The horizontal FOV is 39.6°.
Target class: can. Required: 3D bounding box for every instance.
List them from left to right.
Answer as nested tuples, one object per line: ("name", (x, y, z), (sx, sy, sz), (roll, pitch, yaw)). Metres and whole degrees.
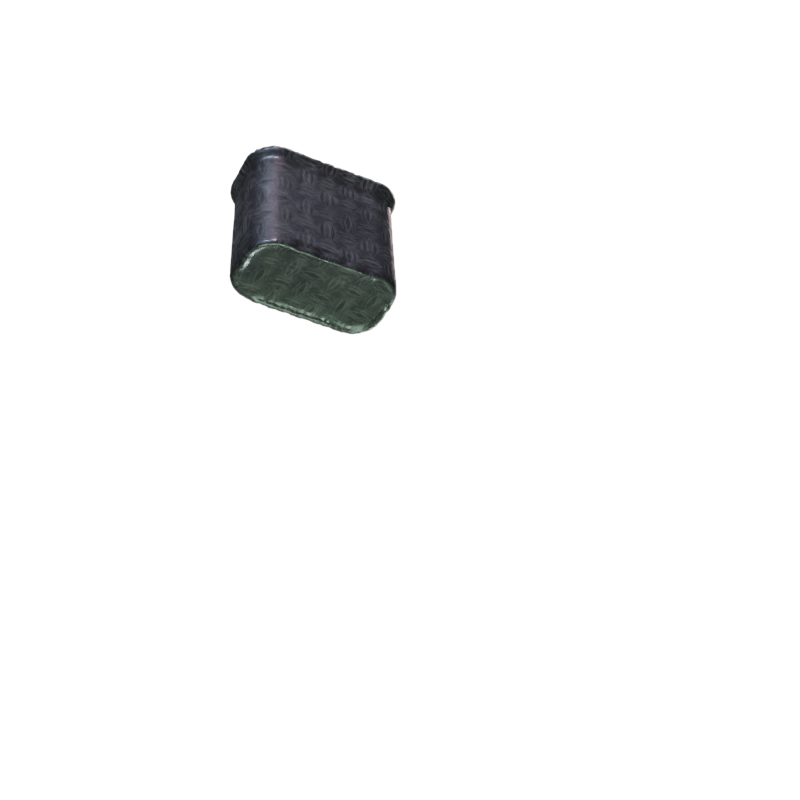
("can", (-0.053, -0.096, 0.670), (0.098, 0.090, 0.055), (18, -46, -20))
